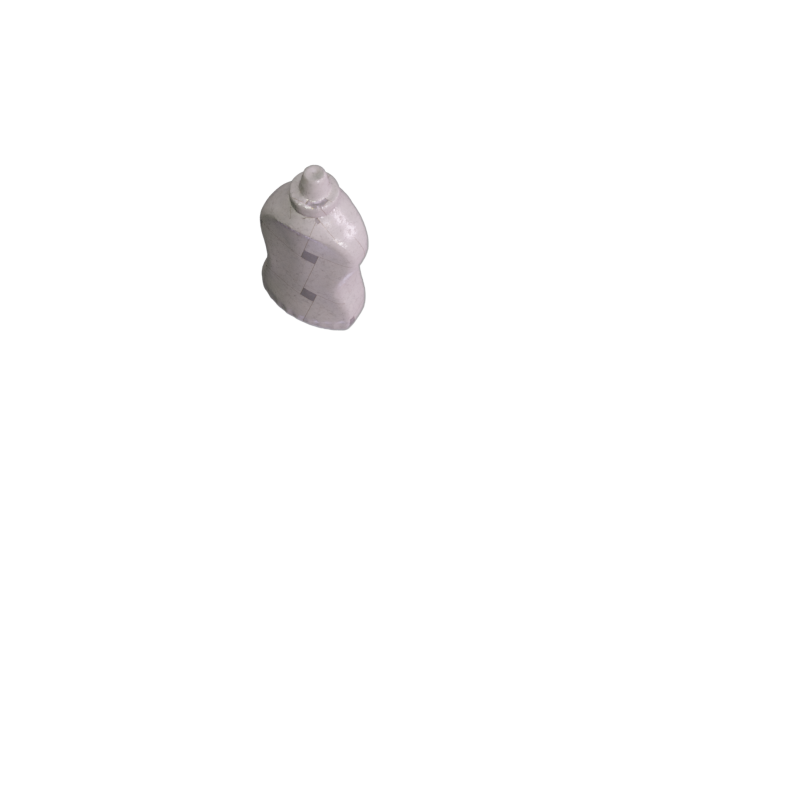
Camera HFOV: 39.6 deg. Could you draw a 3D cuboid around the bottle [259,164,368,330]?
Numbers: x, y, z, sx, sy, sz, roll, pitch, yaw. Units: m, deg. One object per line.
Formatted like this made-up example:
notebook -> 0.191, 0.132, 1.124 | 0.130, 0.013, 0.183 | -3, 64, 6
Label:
bottle -> -0.074, -0.136, 0.950 | 0.099, 0.060, 0.180 | 30, -26, 13
